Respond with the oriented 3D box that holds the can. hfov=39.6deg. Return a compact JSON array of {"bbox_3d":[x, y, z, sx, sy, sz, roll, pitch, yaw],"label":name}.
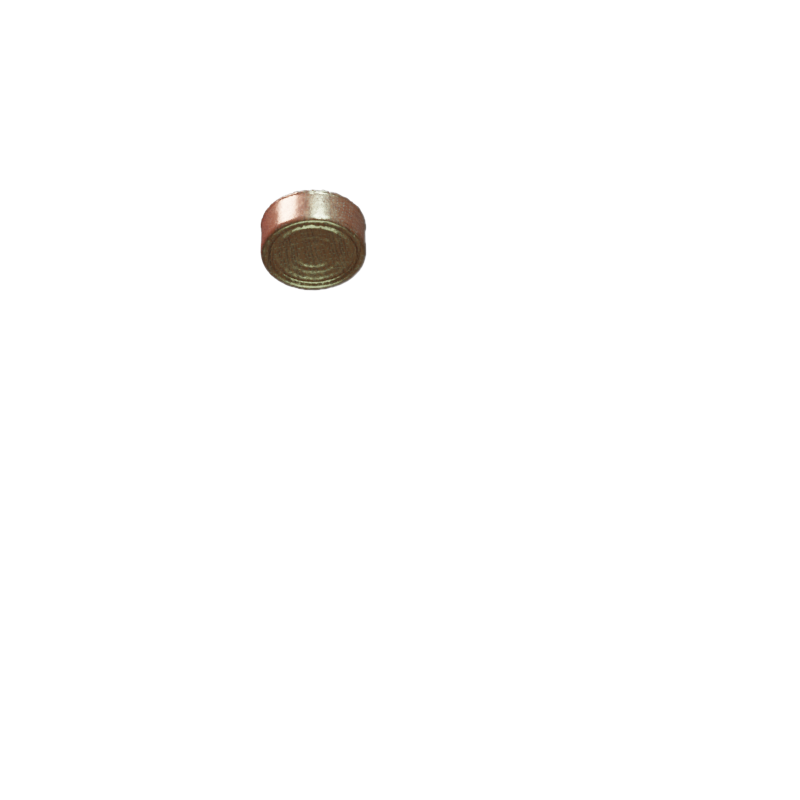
[{"bbox_3d":[-0.070,-0.127,0.890,0.086,0.036,0.080,1,-39,-2],"label":"can"}]
